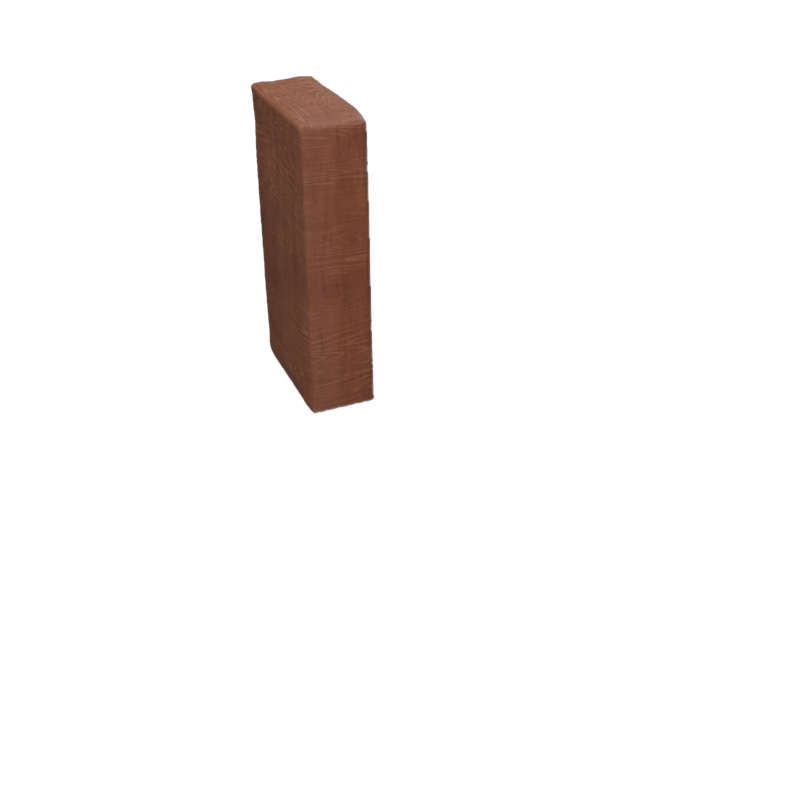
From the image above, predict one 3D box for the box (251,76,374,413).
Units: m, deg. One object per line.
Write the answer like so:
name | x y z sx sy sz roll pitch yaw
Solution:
box | -0.051 -0.093 0.651 0.047 0.167 0.100 -8 29 -20
